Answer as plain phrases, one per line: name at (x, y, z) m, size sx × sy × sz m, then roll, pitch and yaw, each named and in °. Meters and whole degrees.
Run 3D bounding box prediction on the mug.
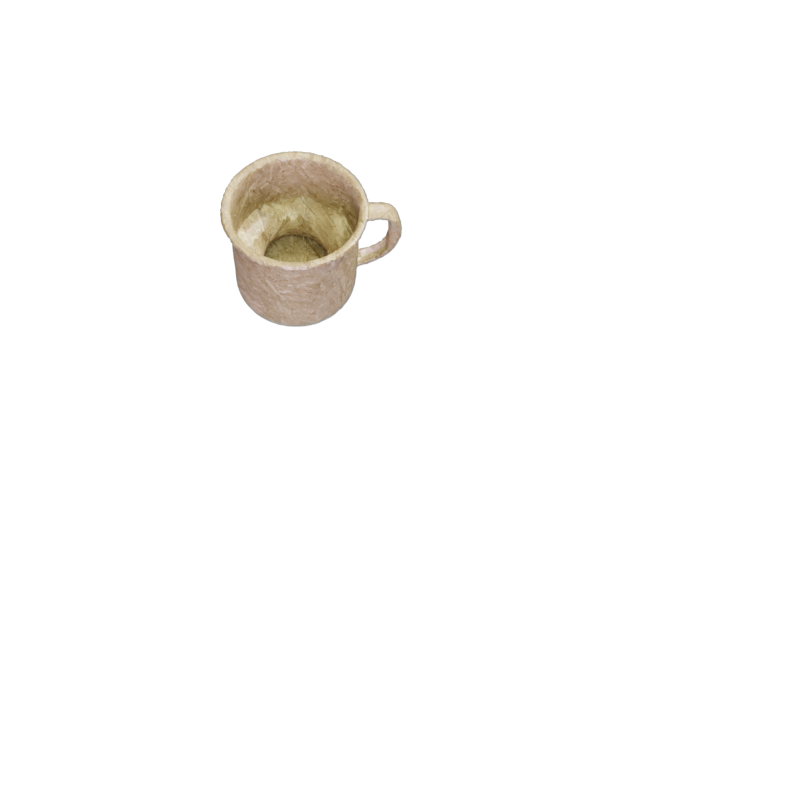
mug at (-0.057, -0.104, 0.725) m, size 0.116 × 0.100 × 0.076 m, roll -11°, pitch -31°, yaw -9°
